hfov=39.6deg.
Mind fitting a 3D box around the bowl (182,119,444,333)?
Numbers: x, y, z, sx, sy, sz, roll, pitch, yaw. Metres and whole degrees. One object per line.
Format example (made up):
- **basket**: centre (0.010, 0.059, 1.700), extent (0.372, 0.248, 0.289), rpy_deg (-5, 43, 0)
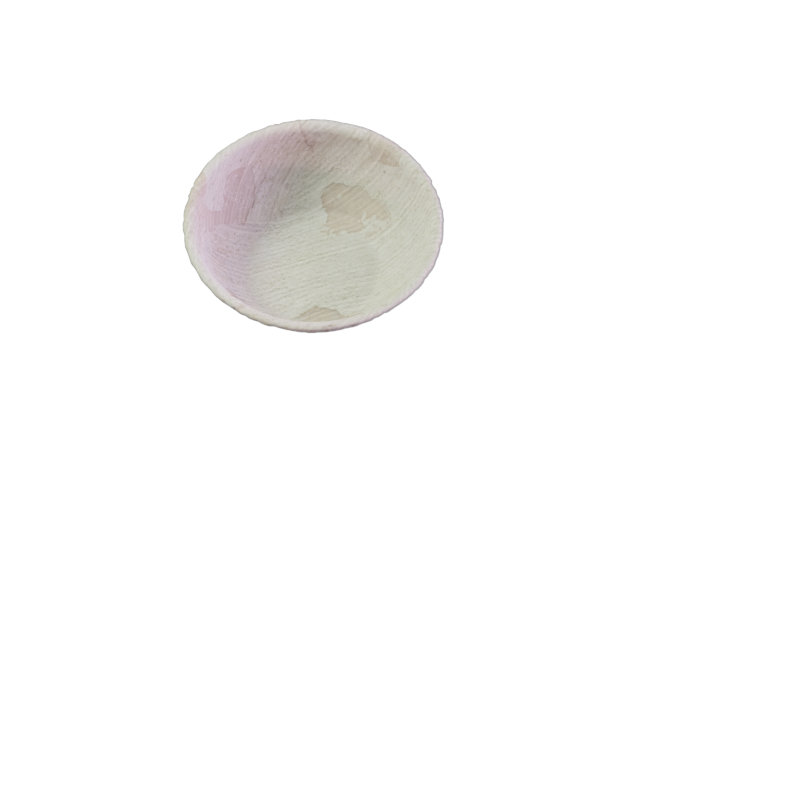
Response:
- **bowl**: centre (-0.055, -0.101, 0.706), extent (0.162, 0.173, 0.051), rpy_deg (-1, -32, -1)
